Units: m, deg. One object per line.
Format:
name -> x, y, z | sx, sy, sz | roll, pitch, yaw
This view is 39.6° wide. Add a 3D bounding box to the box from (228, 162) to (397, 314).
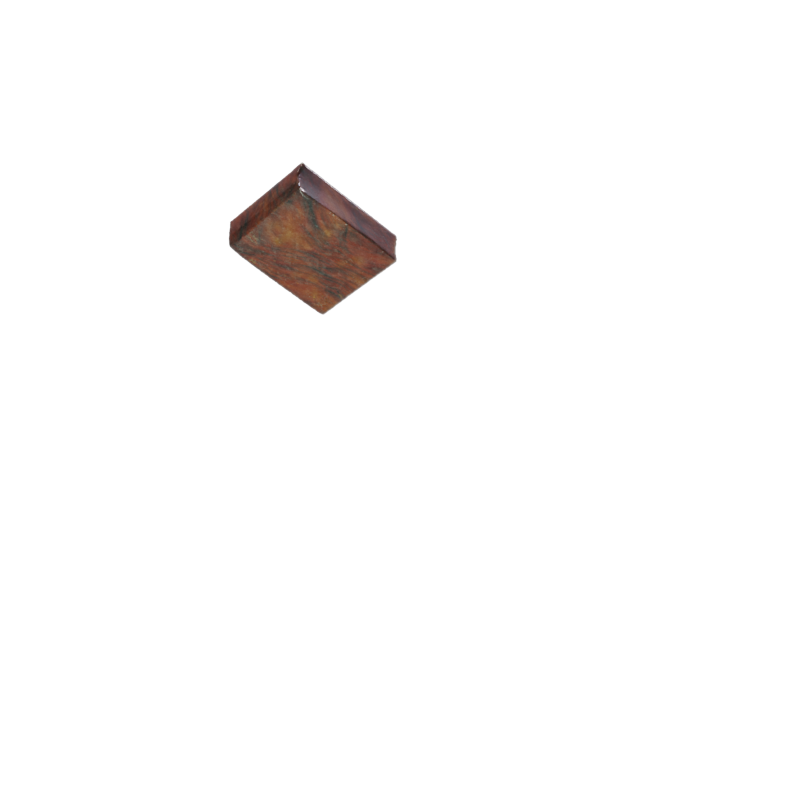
box -> -0.072, -0.131, 0.917 | 0.107, 0.042, 0.089 | 35, -55, -30
